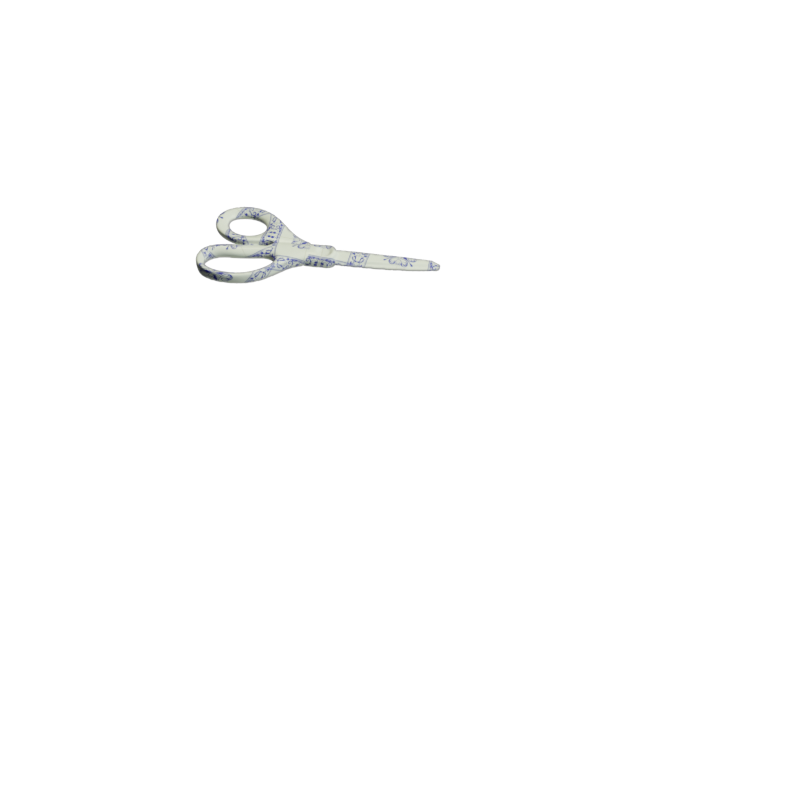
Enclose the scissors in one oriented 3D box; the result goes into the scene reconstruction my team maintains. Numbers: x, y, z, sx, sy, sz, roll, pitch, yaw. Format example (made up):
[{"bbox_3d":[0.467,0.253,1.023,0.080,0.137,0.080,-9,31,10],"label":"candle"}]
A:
[{"bbox_3d":[-0.074,-0.136,0.950,0.200,0.104,0.015,-6,-43,-6],"label":"scissors"}]
